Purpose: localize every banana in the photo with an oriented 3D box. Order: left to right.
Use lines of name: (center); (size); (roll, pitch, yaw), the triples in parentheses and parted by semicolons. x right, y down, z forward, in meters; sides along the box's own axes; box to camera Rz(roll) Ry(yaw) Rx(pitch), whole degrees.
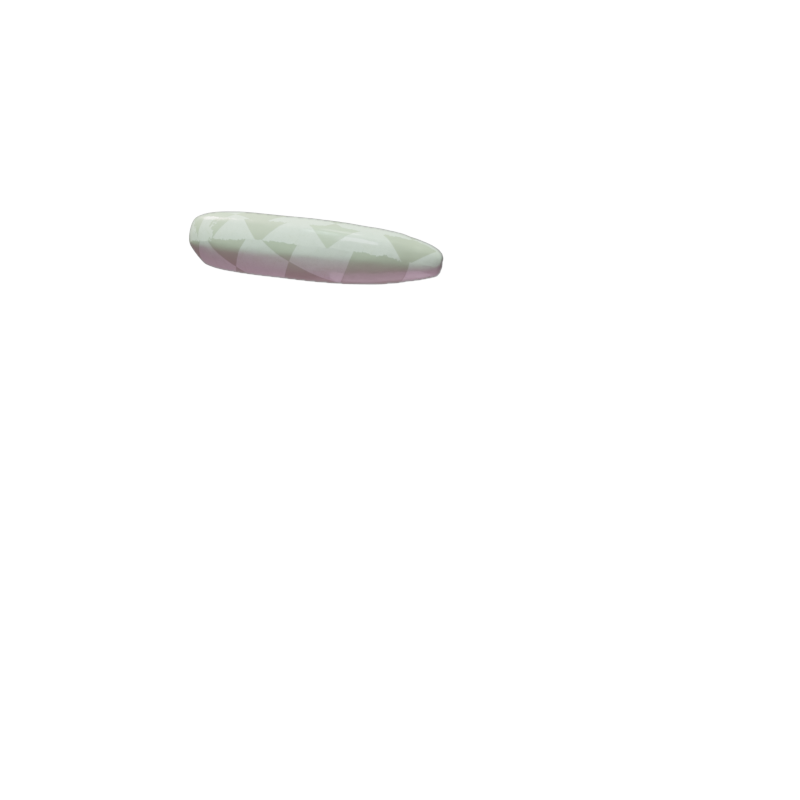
banana: (-0.068, -0.094, 0.667); (0.208, 0.036, 0.068); (14, 19, 43)
